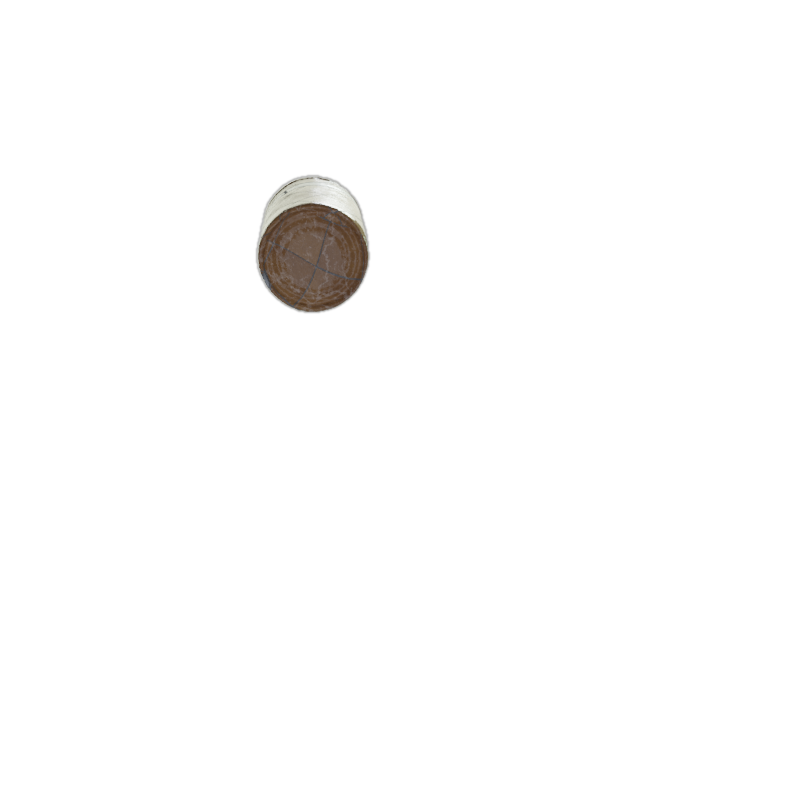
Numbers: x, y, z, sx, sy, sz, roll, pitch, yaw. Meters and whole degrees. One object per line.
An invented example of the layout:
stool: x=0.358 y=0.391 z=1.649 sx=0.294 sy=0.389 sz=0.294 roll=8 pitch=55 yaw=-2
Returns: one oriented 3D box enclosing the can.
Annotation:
can: x=-0.055 y=-0.100 z=0.700 sx=0.068 sy=0.066 sz=0.106 roll=0 pitch=18 yaw=-3
